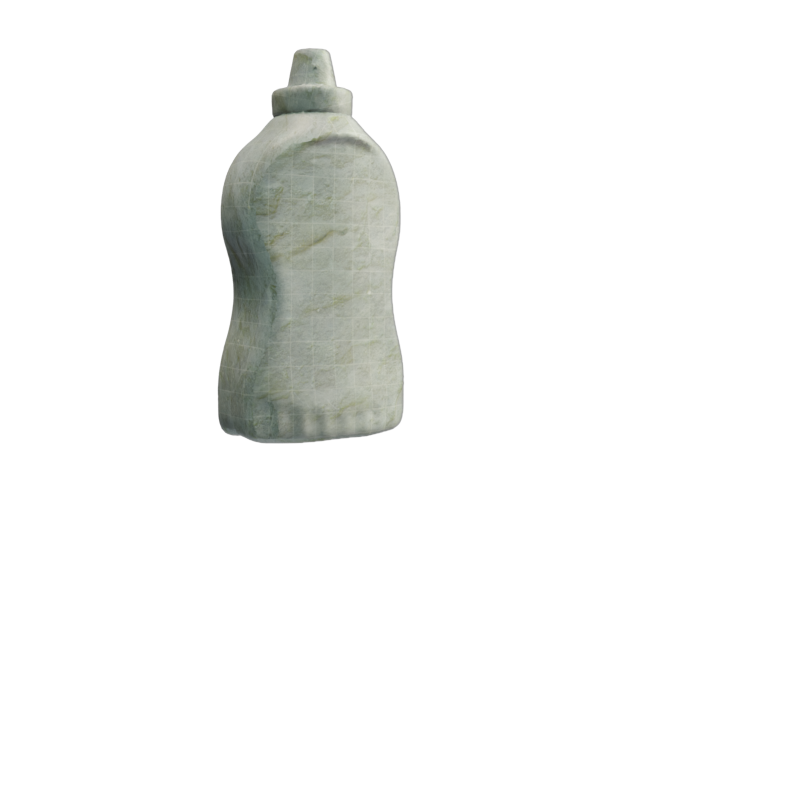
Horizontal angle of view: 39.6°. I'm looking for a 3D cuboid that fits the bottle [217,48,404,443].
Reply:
[{"bbox_3d":[-0.044,-0.079,0.555,0.093,0.192,0.060,-1,0,-34],"label":"bottle"}]
